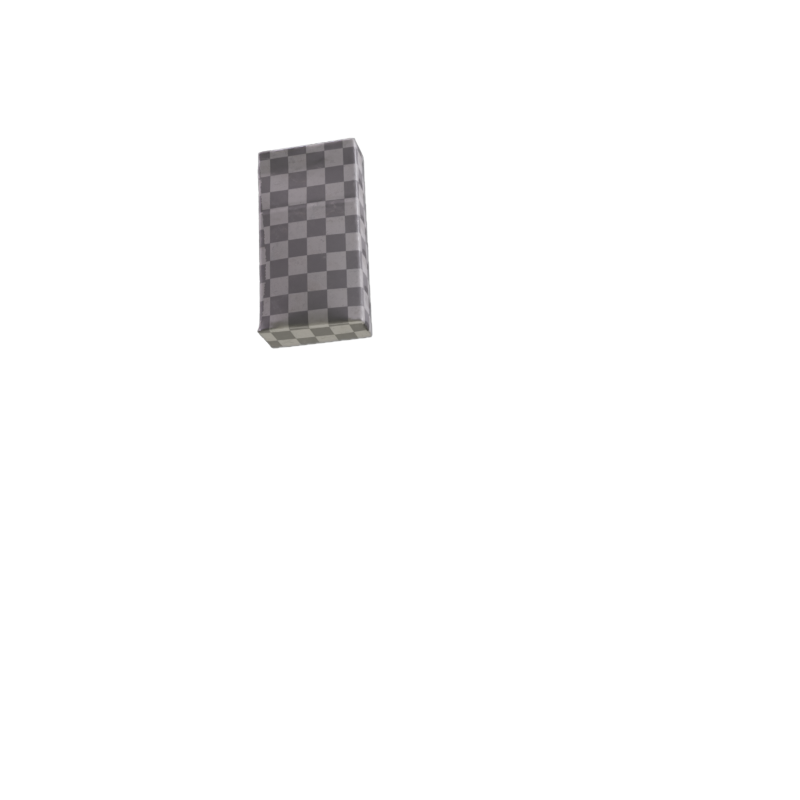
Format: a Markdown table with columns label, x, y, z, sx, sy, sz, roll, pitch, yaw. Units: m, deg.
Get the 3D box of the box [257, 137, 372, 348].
| label | x | y | z | sx | sy | sz | roll | pitch | yaw |
| --- | --- | --- | --- | --- | --- | --- | --- | --- | --- |
| box | -0.075 | -0.138 | 0.968 | 0.094 | 0.186 | 0.045 | -7 | -26 | 12 |
